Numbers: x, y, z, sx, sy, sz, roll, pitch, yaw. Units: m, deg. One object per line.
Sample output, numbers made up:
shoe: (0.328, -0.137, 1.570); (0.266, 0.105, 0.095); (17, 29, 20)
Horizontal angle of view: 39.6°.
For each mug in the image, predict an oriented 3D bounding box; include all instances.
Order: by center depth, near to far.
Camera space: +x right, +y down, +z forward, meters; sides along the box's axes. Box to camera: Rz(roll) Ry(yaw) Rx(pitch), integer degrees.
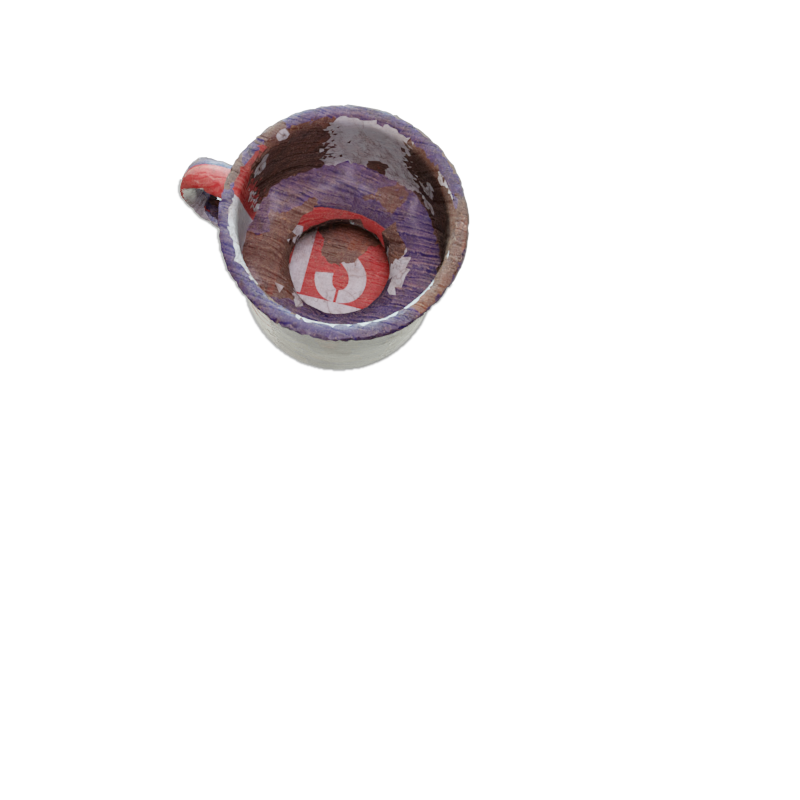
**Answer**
mug: (-0.035, -0.064, 0.447); (0.119, 0.096, 0.078); (21, -15, 5)
